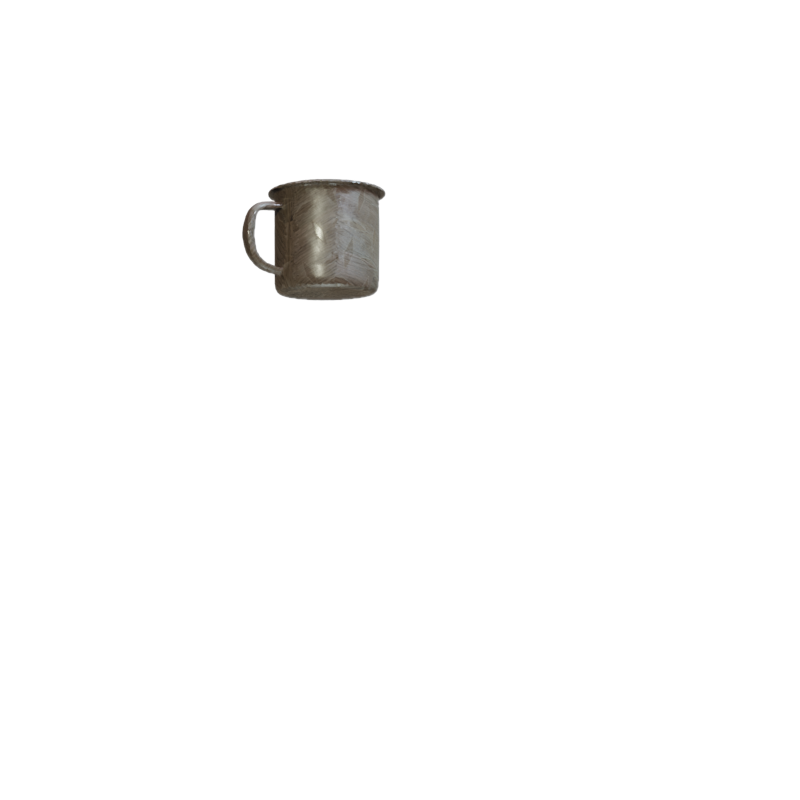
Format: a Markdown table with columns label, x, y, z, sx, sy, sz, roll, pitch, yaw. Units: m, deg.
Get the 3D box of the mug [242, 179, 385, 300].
| label | x | y | z | sx | sy | sz | roll | pitch | yaw |
| --- | --- | --- | --- | --- | --- | --- | --- | --- | --- |
| mug | -0.068 | -0.123 | 0.864 | 0.113 | 0.083 | 0.095 | 3 | -7 | -31 |
